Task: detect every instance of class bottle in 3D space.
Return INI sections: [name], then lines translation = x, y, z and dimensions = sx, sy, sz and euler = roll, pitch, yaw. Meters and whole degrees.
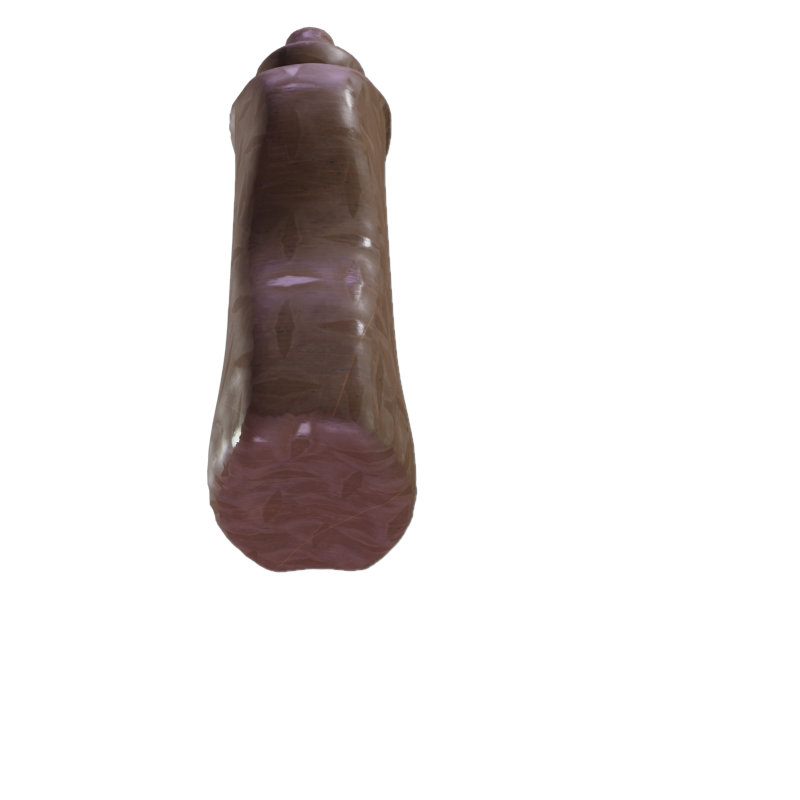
[bottle]
translation = -0.029, -0.052, 0.361
dimensions = 0.058, 0.205, 0.089
euler = -3, -35, 0
